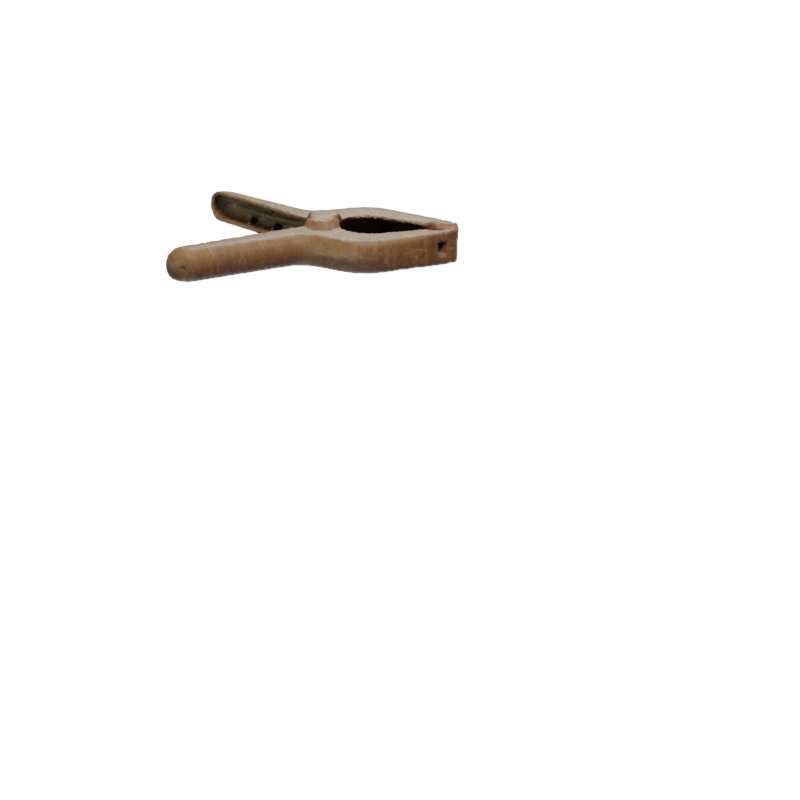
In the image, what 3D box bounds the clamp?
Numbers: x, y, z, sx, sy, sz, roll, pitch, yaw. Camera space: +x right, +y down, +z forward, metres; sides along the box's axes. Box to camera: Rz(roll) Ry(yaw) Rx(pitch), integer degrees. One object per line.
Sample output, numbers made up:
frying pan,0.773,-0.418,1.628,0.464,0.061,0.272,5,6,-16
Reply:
clamp,-0.065,-0.118,0.825,0.214,0.035,0.170,6,27,11
